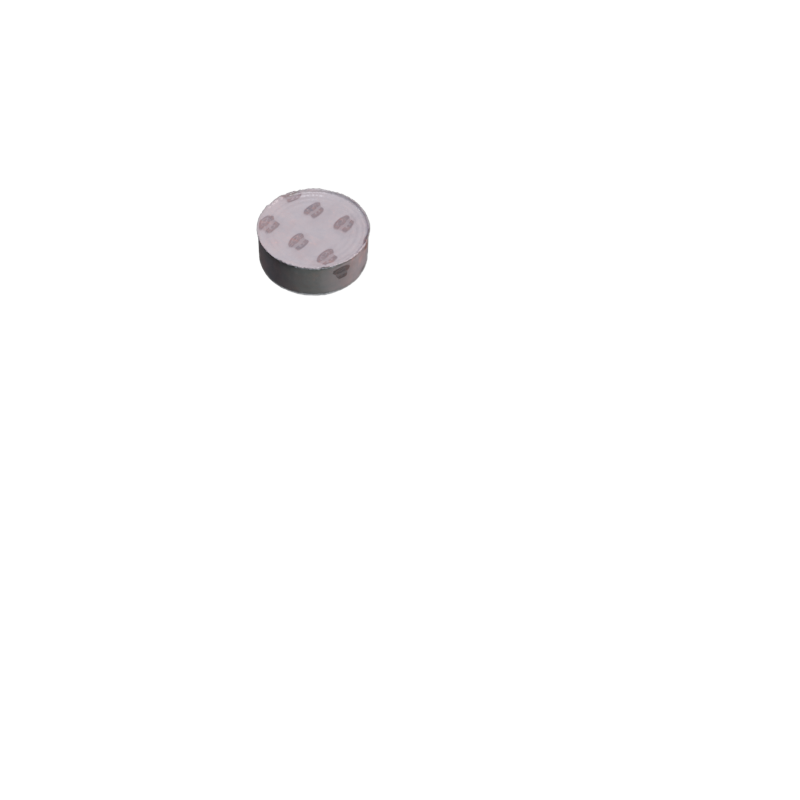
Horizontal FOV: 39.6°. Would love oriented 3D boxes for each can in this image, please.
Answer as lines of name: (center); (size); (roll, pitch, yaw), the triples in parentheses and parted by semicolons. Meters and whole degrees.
can: (-0.066, -0.121, 0.848); (0.086, 0.092, 0.031); (-1, -41, -1)
